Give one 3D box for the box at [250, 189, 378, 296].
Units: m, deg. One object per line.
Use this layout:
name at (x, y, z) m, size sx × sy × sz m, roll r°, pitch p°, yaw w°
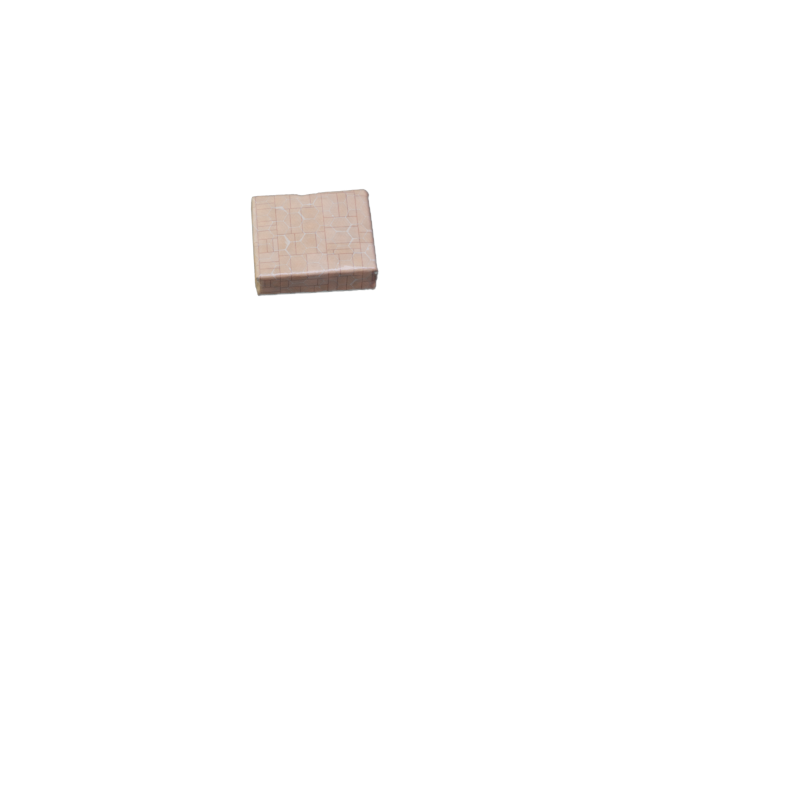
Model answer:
box at (-0.064, -0.116, 0.814) m, size 0.089 × 0.078 × 0.028 m, roll -4°, pitch -32°, yaw -3°
